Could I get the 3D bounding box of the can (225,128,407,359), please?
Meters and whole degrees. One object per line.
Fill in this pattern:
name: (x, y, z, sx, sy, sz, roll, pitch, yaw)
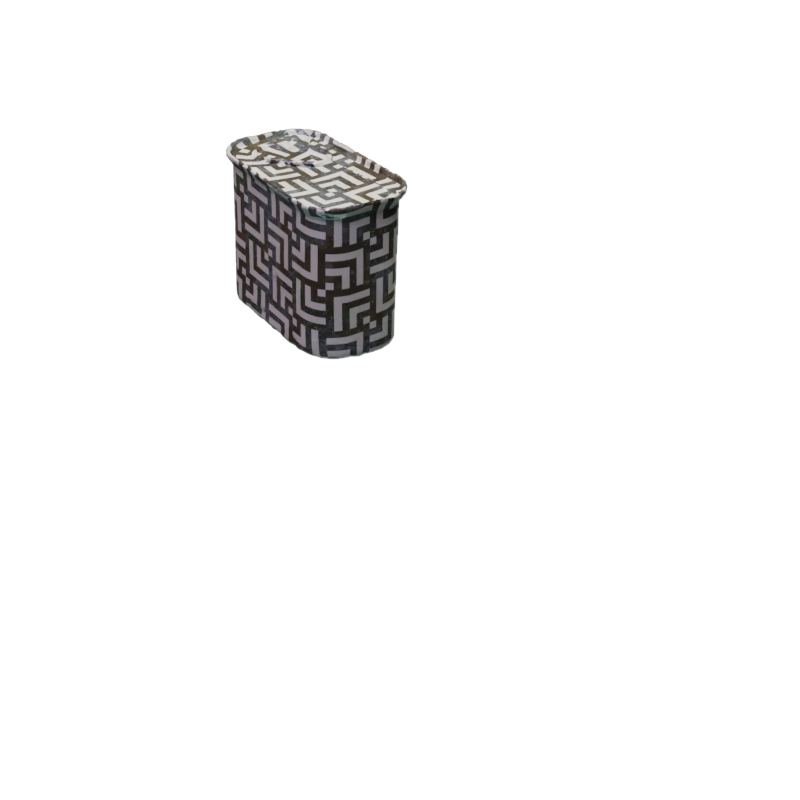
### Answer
can: (-0.044, -0.079, 0.555, 0.057, 0.079, 0.110, -17, 35, -29)
